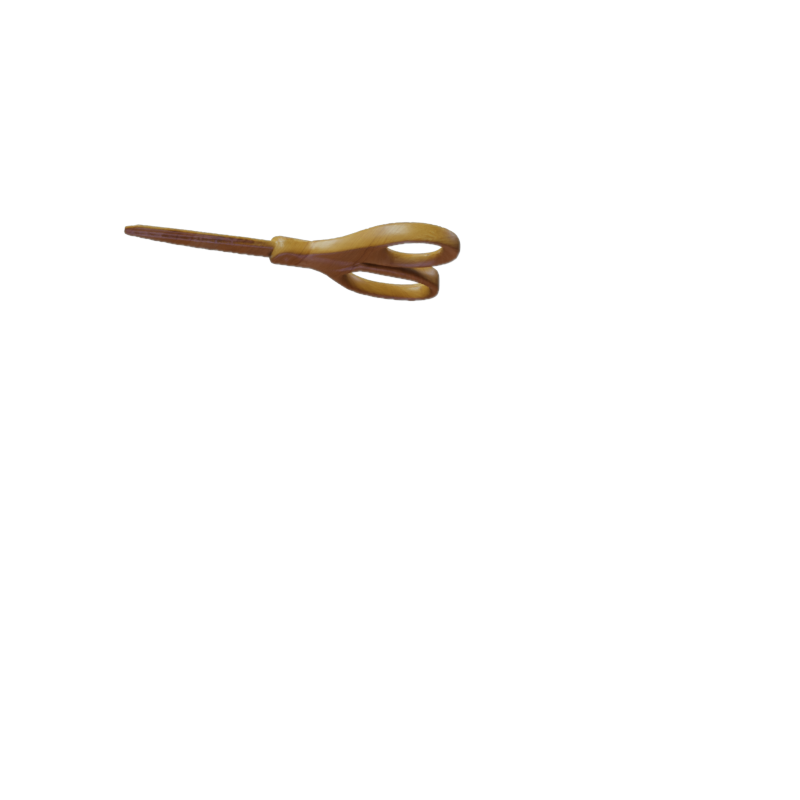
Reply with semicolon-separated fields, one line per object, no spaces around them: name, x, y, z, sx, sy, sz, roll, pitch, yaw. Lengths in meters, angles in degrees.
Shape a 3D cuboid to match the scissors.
scissors;-0.051;-0.094;0.655;0.192;0.017;0.096;13;-24;-30
